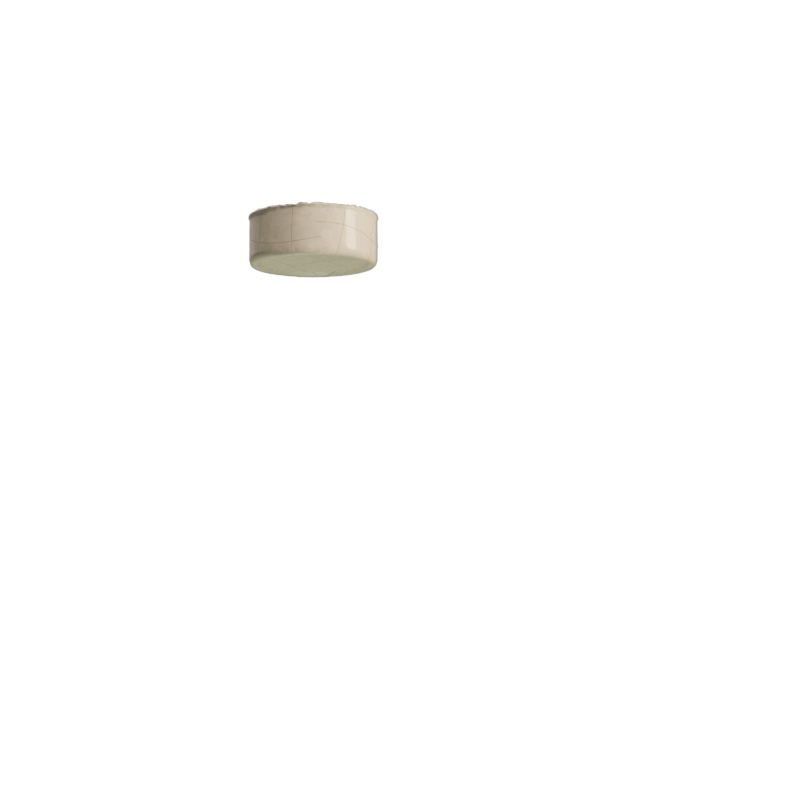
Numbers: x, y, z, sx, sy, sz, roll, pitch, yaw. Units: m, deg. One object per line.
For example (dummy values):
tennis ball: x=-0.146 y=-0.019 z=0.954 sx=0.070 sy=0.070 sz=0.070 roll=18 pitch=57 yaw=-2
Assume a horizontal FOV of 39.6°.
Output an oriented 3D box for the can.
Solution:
can: x=-0.057 y=-0.104 z=0.728 sx=0.086 sy=0.034 sz=0.084 roll=0 pitch=-5 yaw=-2
